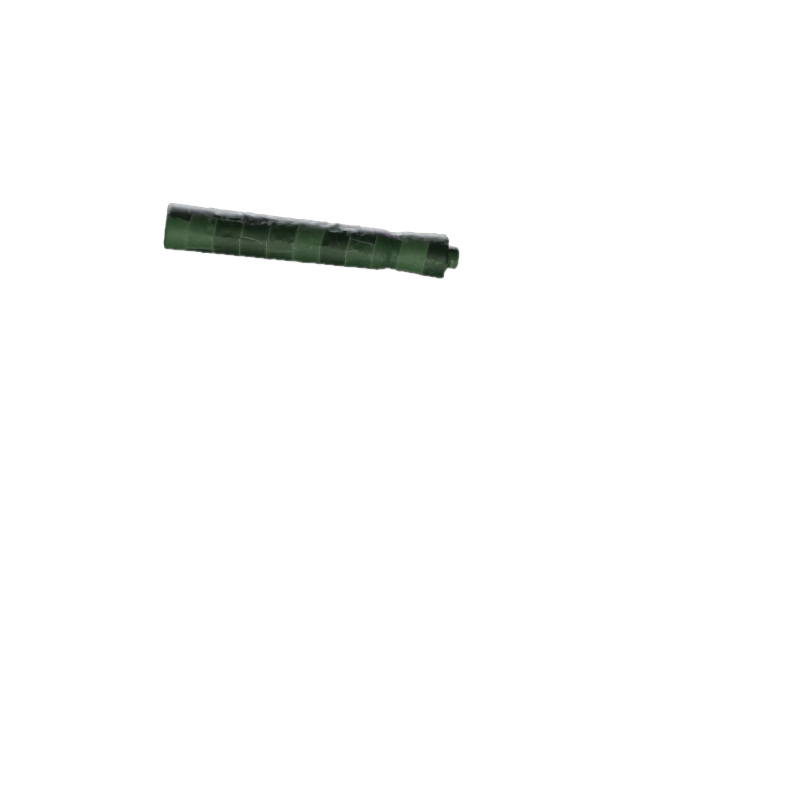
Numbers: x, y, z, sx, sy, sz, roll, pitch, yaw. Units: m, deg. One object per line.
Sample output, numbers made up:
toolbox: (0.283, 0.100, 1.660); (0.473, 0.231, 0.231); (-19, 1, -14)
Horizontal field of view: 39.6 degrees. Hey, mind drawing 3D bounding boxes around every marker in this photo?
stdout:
marker: (-0.036, -0.065, 0.455); (0.120, 0.020, 0.020); (5, 3, -5)
